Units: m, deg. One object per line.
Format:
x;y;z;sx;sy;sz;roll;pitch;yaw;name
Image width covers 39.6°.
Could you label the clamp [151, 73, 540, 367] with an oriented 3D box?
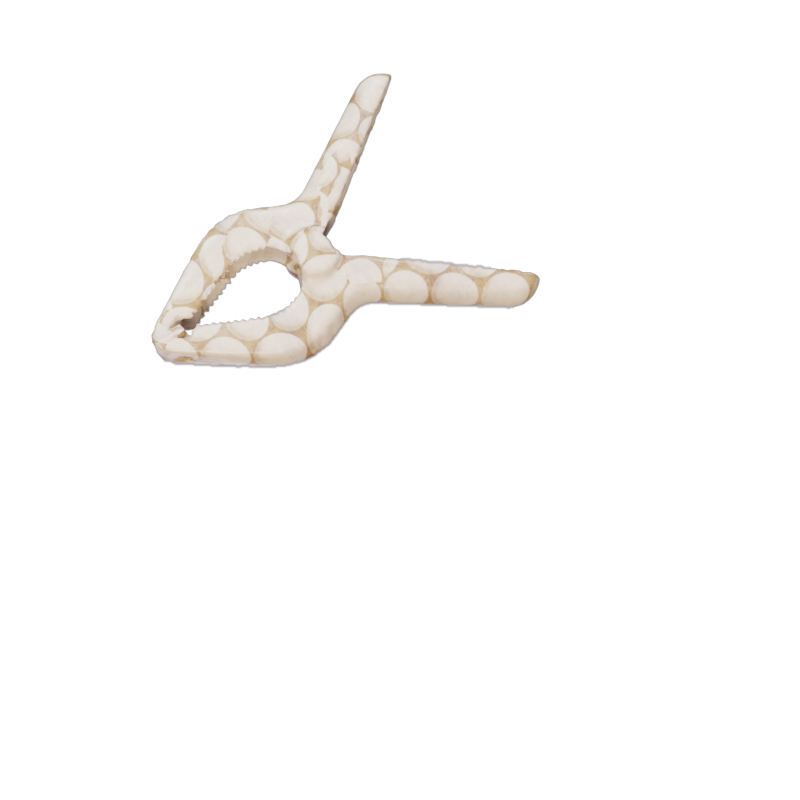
-0.049;-0.090;0.630;0.209;0.173;0.035;-24;-20;-9;clamp
